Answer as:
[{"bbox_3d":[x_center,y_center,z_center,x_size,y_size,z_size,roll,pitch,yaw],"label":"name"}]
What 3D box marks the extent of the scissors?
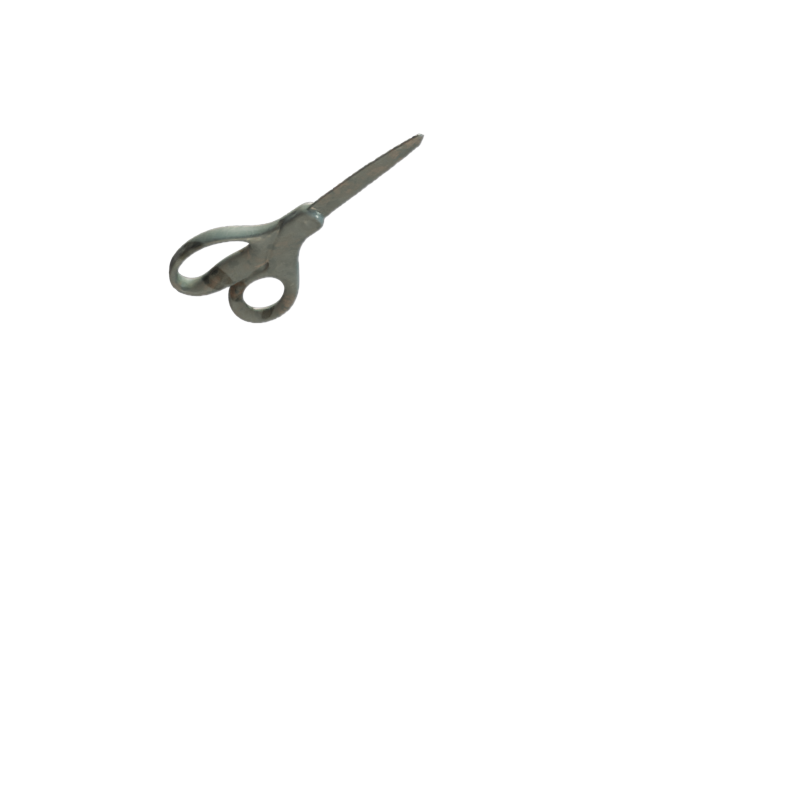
[{"bbox_3d":[-0.056,-0.103,0.721,0.203,0.017,0.089,-19,-44,20],"label":"scissors"}]
